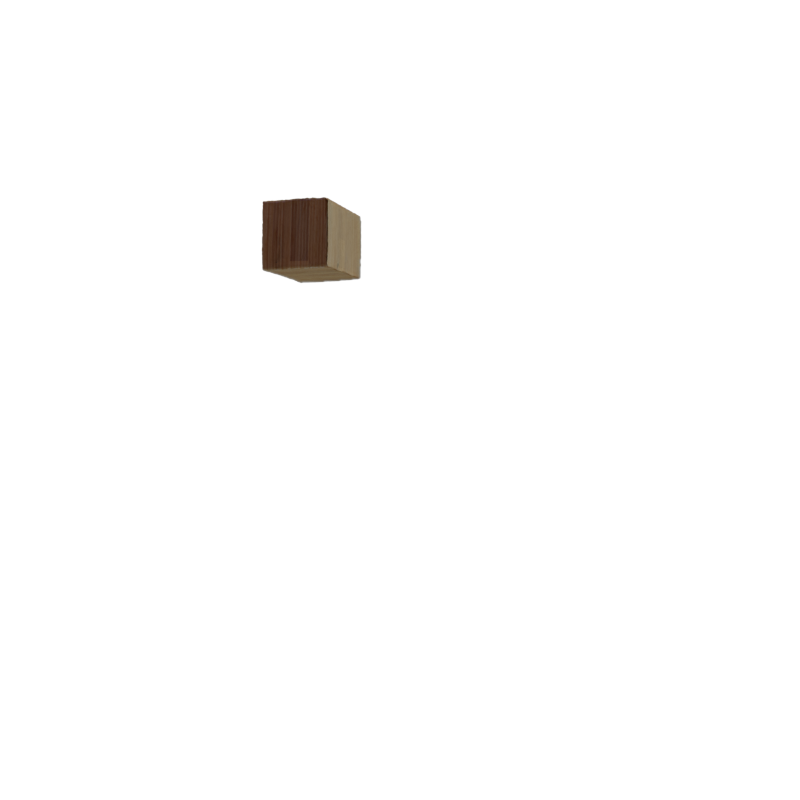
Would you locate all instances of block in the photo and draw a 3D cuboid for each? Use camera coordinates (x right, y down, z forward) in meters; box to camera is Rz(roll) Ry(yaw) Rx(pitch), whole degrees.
[{"bbox_3d":[-0.065,-0.118,0.829,0.054,0.052,0.075,-2,-5,17],"label":"block"}]
